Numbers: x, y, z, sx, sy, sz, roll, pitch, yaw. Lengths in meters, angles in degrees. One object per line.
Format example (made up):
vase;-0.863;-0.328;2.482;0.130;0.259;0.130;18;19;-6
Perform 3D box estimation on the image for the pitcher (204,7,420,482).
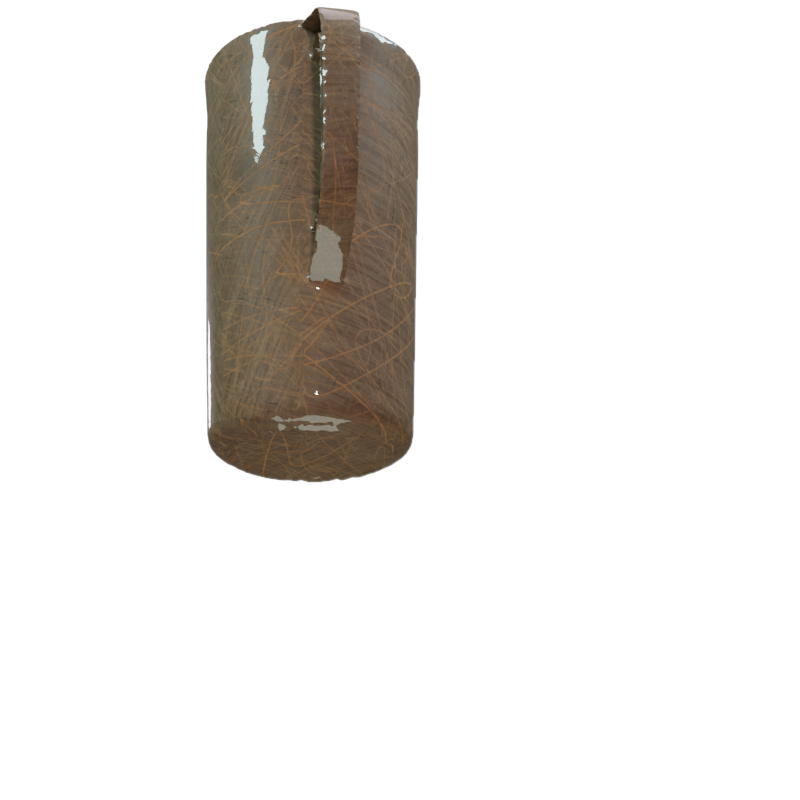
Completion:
pitcher;-0.049;-0.089;0.622;0.147;0.258;0.139;-17;-30;29
